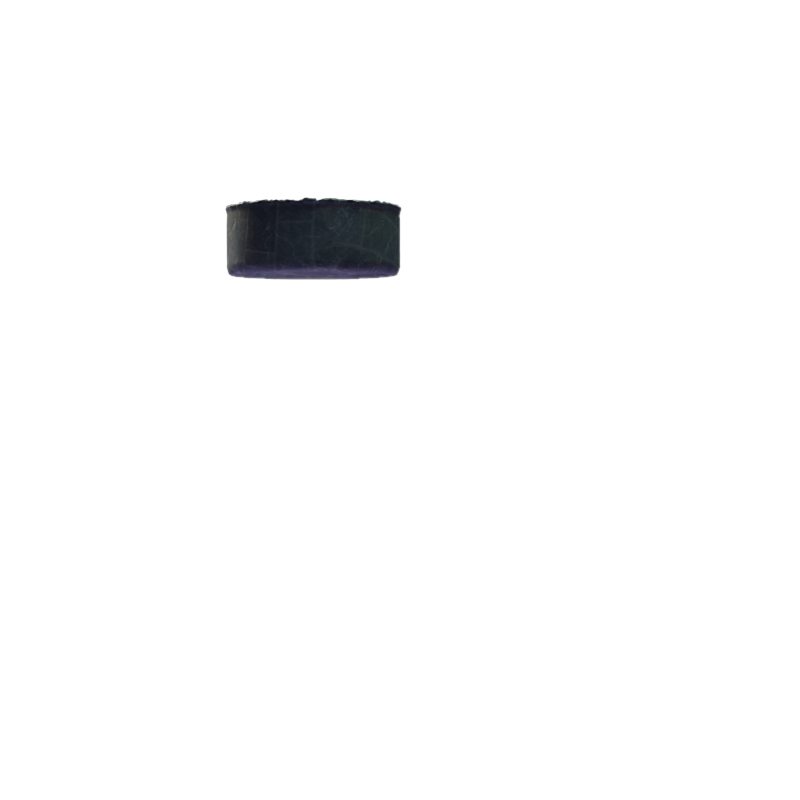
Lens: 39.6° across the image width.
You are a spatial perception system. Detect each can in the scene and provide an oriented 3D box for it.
[{"bbox_3d":[-0.042,-0.077,0.540,0.086,0.034,0.086,0,2,-2],"label":"can"}]
